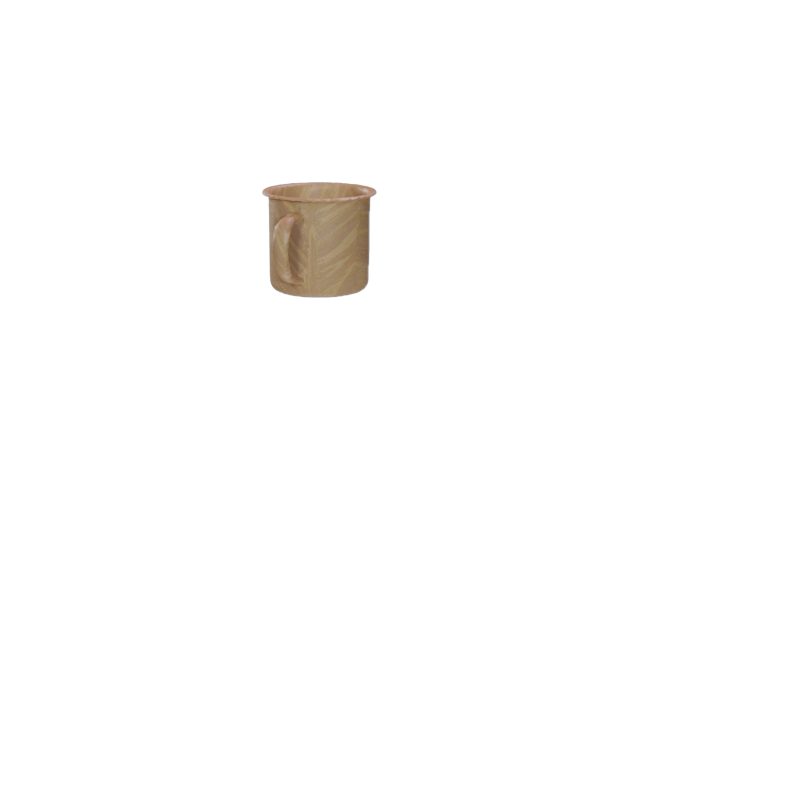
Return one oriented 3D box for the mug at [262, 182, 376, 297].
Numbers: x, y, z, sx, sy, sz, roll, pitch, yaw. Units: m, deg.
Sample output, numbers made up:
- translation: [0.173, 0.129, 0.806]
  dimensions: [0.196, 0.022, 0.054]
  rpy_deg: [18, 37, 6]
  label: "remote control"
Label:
- translation: [-0.070, -0.128, 0.896]
  dimensions: [0.096, 0.079, 0.117]
  rpy_deg: [6, 18, 20]
  label: "mug"
